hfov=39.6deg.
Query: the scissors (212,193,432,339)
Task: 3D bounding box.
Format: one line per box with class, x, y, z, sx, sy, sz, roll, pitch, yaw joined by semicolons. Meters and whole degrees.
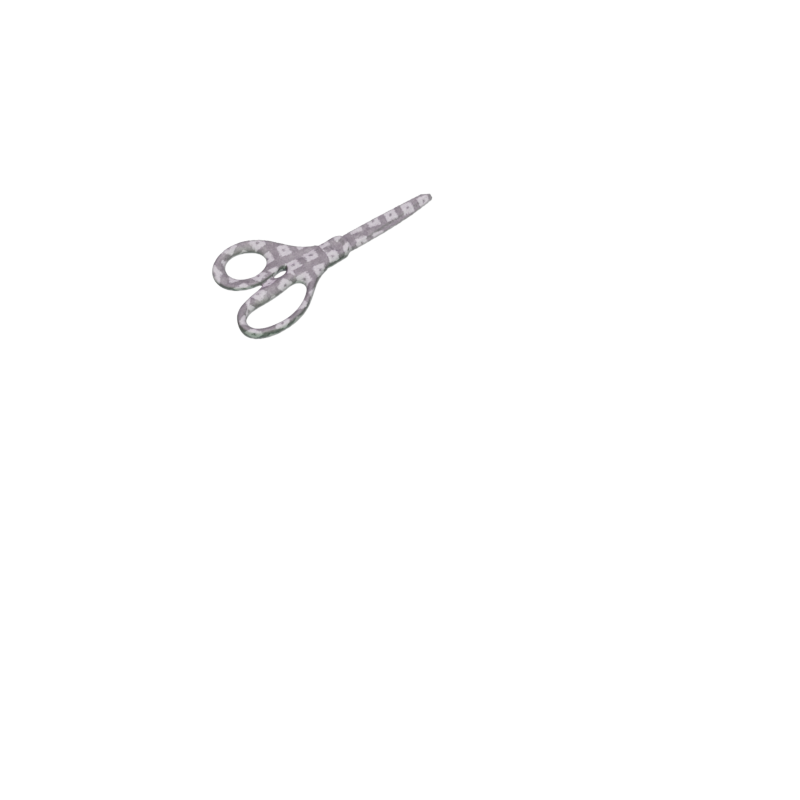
scissors;-0.072;-0.131;0.915;0.101;0.205;0.015;34;-26;19
